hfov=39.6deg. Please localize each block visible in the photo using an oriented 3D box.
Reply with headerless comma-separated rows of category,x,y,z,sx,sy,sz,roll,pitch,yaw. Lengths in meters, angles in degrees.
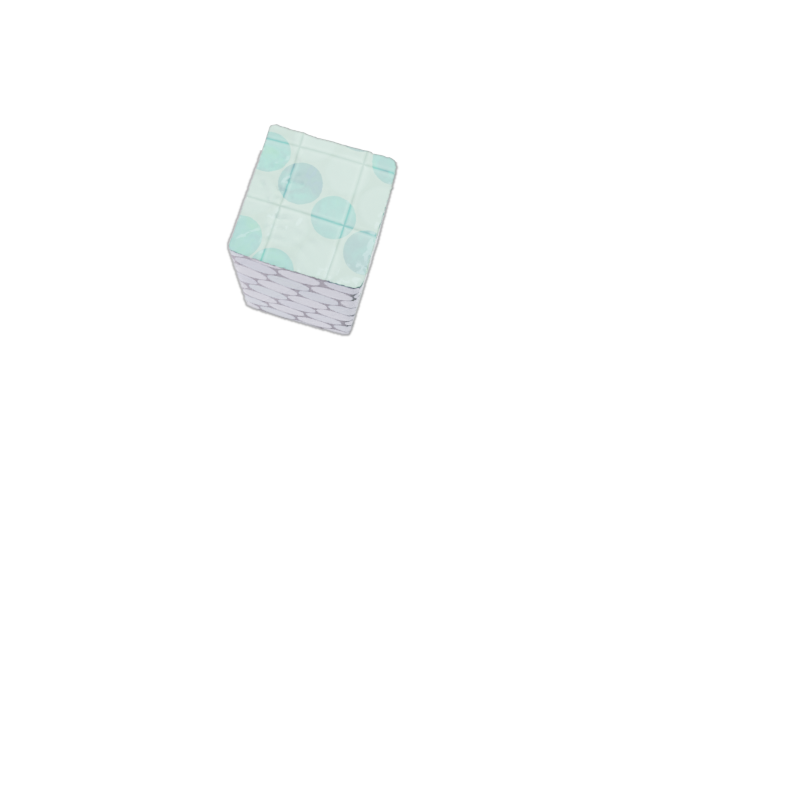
block,-0.062,-0.114,0.803,0.090,0.093,0.202,17,-8,-1
